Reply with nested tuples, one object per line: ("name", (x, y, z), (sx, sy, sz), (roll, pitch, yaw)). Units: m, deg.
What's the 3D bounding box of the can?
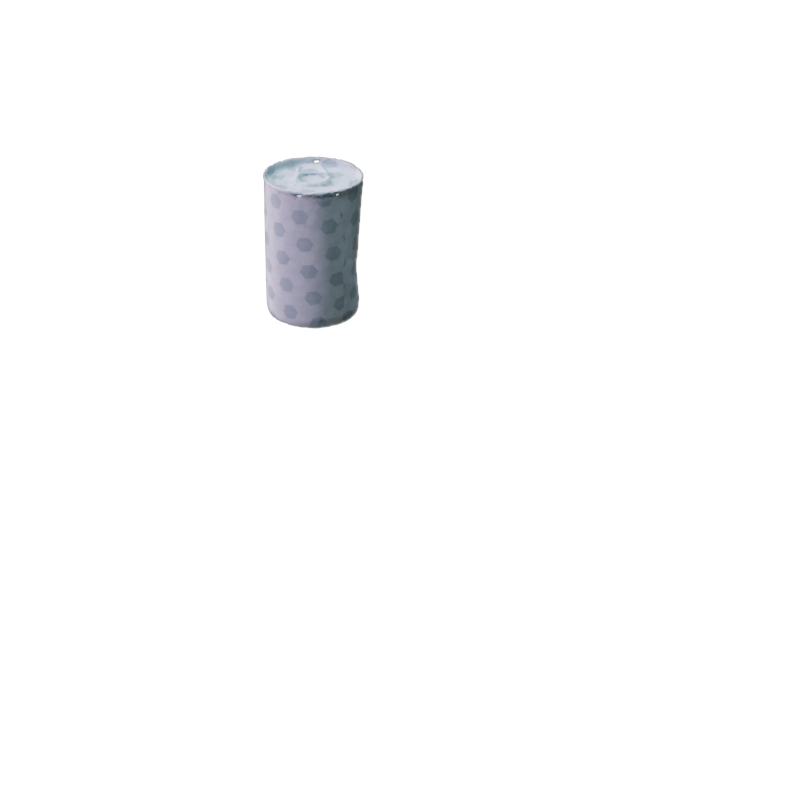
("can", (-0.060, -0.110, 0.770), (0.068, 0.097, 0.073), (0, 28, -2))
